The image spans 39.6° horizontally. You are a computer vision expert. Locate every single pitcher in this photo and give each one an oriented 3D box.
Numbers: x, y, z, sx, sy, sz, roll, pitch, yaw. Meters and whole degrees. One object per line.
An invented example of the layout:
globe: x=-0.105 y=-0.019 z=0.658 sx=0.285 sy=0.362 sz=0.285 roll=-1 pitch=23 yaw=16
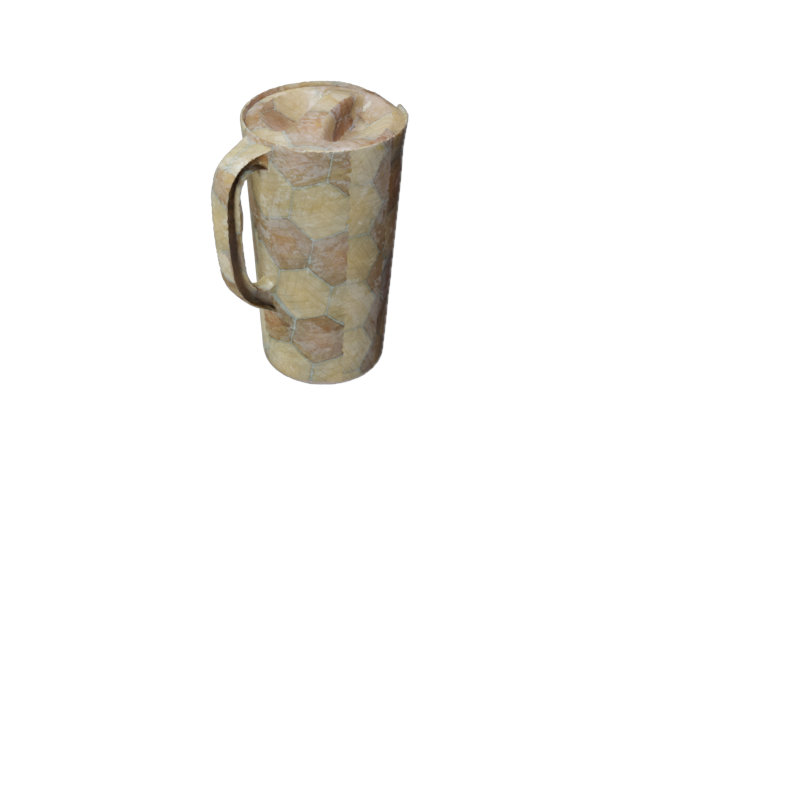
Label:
pitcher: x=-0.073 y=-0.133 z=0.929 sx=0.150 sy=0.228 sz=0.154 roll=3 pitch=34 yaw=1
